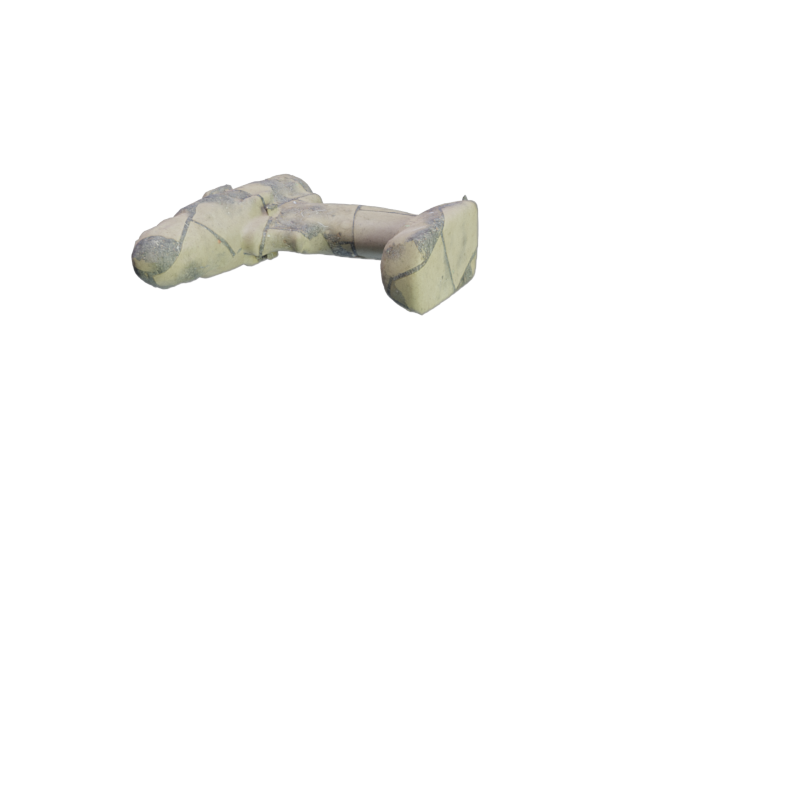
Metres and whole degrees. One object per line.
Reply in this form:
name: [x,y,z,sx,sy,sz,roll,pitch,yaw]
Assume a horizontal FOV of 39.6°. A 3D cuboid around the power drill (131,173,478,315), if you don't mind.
power drill: [-0.057,-0.103,0.722,0.196,0.055,0.186,13,28,25]
